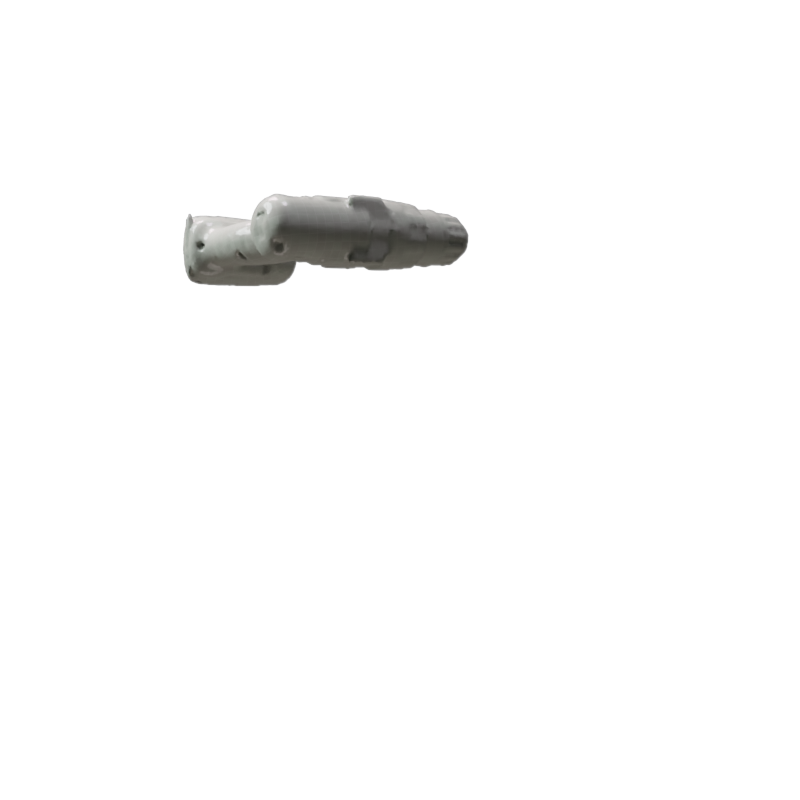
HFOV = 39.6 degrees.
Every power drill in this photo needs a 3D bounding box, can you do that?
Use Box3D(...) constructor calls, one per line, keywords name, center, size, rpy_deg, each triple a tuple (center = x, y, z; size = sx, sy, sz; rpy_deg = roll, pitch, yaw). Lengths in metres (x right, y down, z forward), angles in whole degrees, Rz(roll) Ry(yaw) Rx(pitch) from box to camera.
Box3D(name="power drill", center=(-0.067, -0.122, 0.856), size=(0.177, 0.058, 0.193), rpy_deg=(1, -2, -38))
